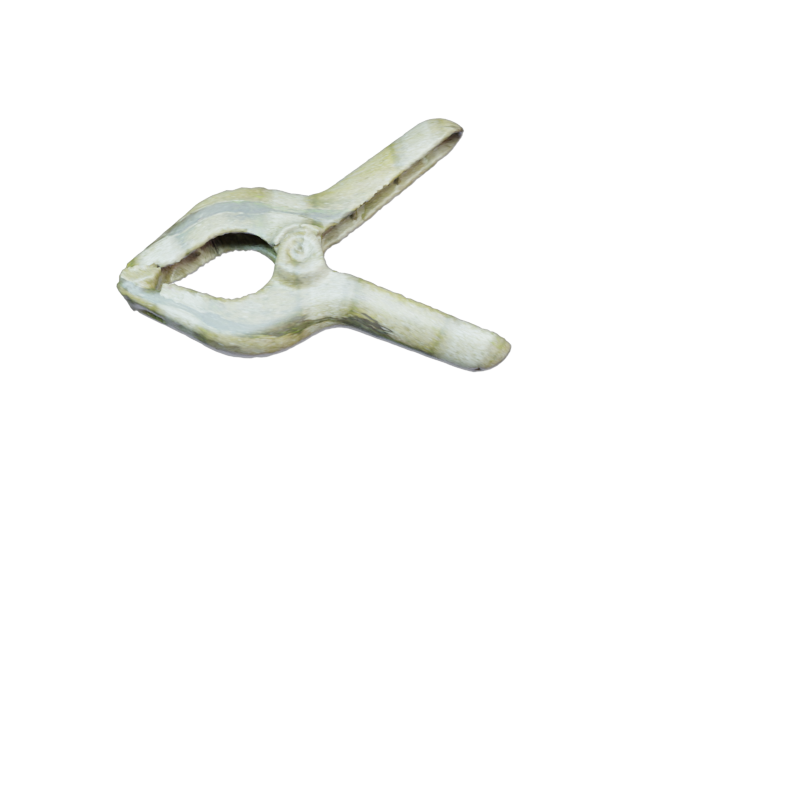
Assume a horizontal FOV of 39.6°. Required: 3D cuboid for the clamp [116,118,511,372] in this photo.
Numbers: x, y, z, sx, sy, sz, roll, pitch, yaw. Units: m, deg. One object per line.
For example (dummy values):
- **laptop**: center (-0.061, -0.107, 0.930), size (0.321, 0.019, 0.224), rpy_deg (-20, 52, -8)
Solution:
- **clamp**: center (-0.039, -0.072, 0.501), size (0.171, 0.127, 0.037), rpy_deg (0, -26, 0)
